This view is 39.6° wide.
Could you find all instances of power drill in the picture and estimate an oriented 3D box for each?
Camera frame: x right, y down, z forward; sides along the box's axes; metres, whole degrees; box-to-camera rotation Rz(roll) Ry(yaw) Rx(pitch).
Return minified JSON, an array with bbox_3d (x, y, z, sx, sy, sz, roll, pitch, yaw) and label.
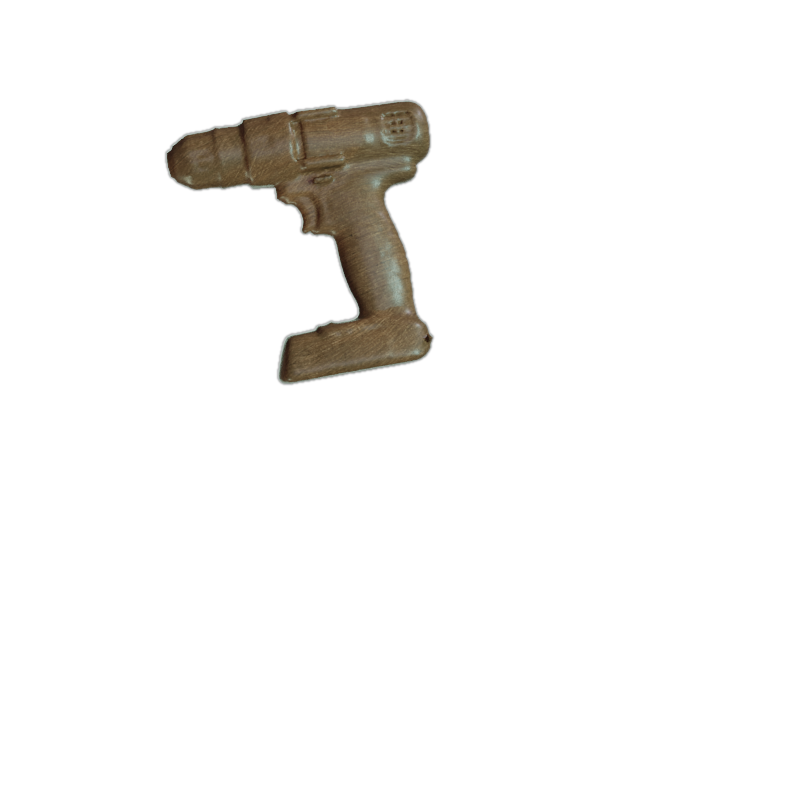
[{"bbox_3d":[-0.060,-0.109,0.763,0.184,0.191,0.056,-9,-6,-1],"label":"power drill"}]
